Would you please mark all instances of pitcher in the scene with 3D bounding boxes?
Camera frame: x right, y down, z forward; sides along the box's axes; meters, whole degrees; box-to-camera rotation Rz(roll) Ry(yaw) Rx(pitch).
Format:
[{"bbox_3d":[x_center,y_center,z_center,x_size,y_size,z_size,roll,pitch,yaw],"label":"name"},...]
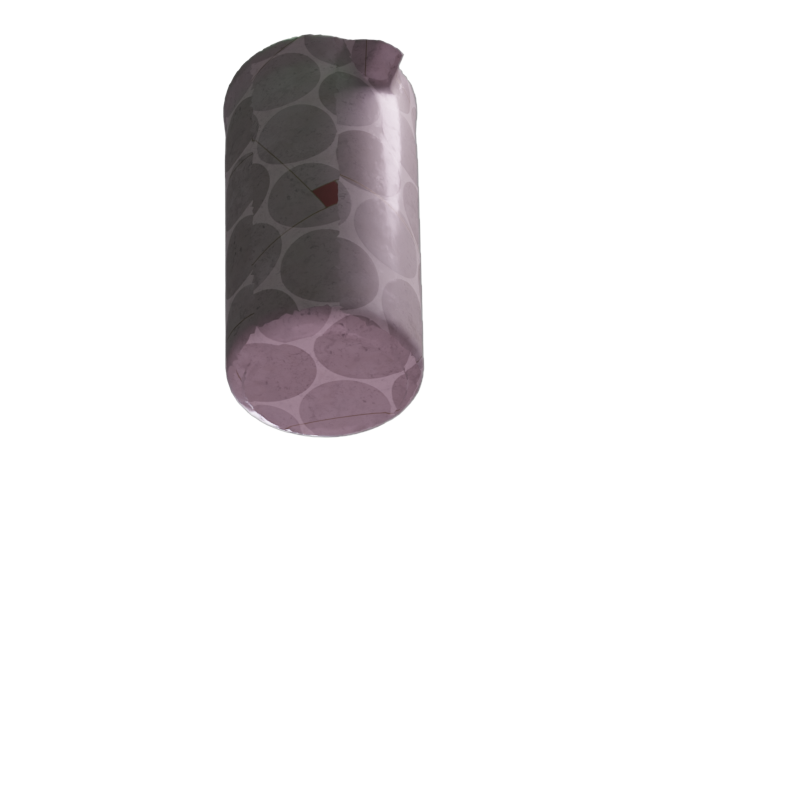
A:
[{"bbox_3d":[-0.054,-0.098,0.685,0.146,0.261,0.138,-7,-42,5],"label":"pitcher"}]
